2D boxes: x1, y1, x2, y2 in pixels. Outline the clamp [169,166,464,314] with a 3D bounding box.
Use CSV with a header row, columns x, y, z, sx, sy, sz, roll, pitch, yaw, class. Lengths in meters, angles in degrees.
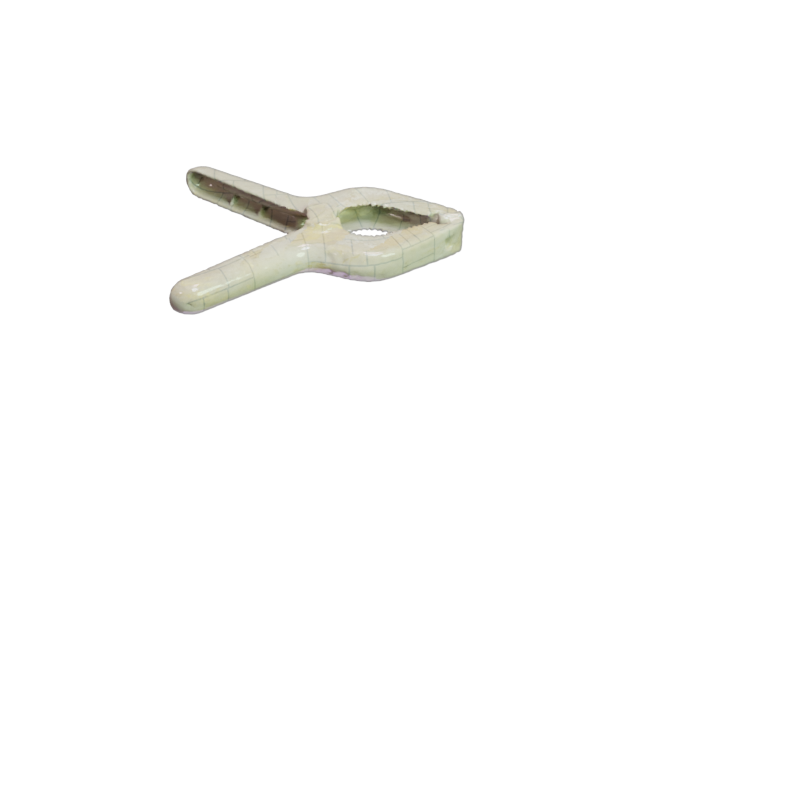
x,y,z,sx,sy,sz,roll,pitch,yaw,class
-0.061,-0.111,0.780,0.211,0.034,0.175,3,41,3,clamp
